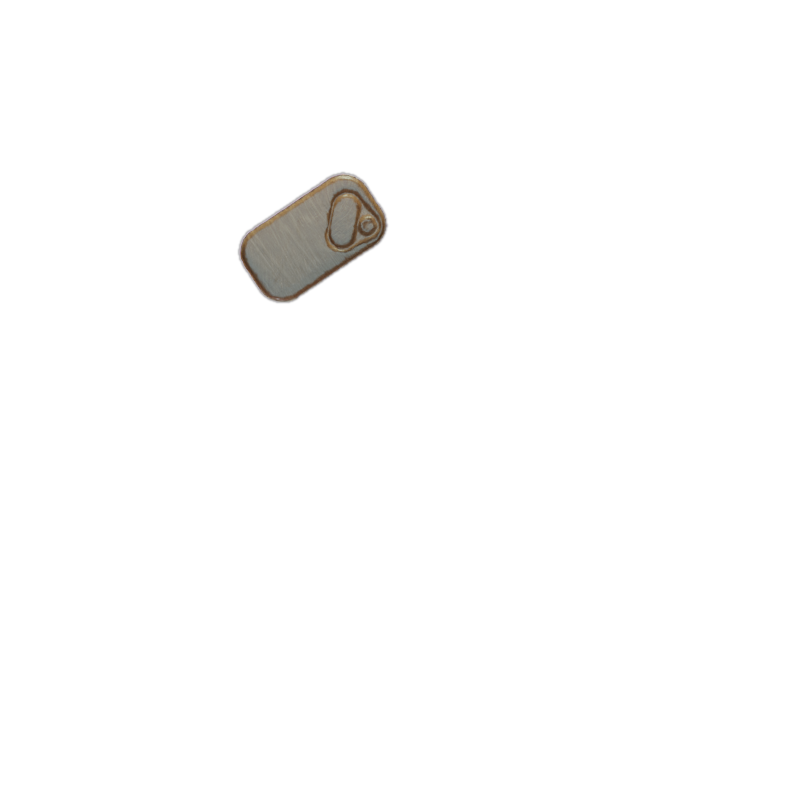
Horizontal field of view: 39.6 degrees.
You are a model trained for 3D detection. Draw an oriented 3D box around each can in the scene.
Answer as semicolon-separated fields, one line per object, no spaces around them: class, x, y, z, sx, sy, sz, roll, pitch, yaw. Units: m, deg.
can;-0.063;-0.115;0.807;0.102;0.058;0.084;-34;3;-2
